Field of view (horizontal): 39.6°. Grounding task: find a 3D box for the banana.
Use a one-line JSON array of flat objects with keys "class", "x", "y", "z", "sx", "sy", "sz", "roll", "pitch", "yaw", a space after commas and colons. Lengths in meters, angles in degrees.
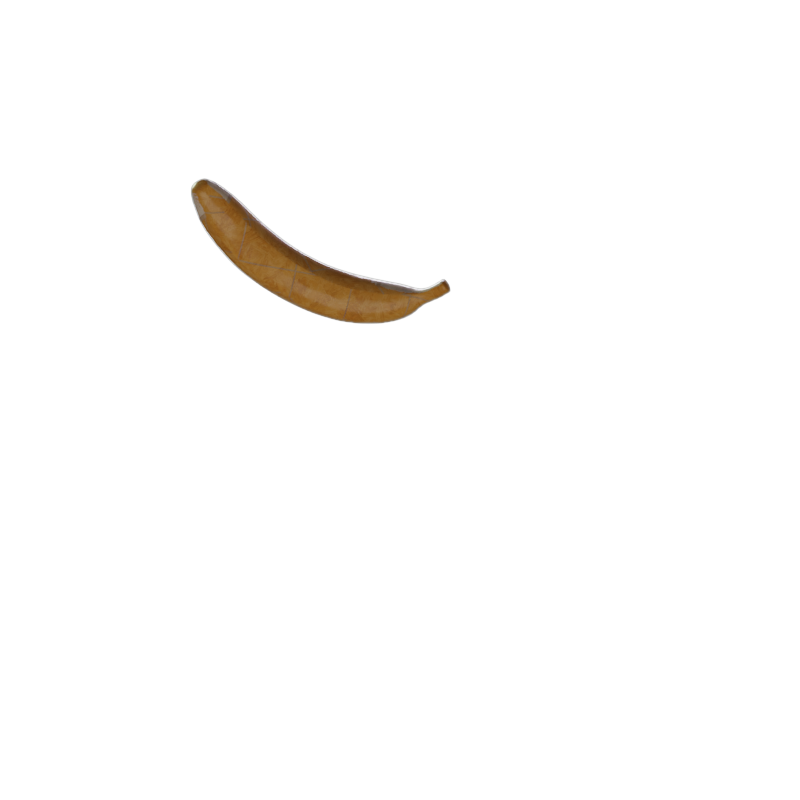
[{"class": "banana", "x": -0.067, "y": -0.098, "z": 0.798, "sx": 0.193, "sy": 0.067, "sz": 0.039, "roll": 21, "pitch": 29, "yaw": -12}]
